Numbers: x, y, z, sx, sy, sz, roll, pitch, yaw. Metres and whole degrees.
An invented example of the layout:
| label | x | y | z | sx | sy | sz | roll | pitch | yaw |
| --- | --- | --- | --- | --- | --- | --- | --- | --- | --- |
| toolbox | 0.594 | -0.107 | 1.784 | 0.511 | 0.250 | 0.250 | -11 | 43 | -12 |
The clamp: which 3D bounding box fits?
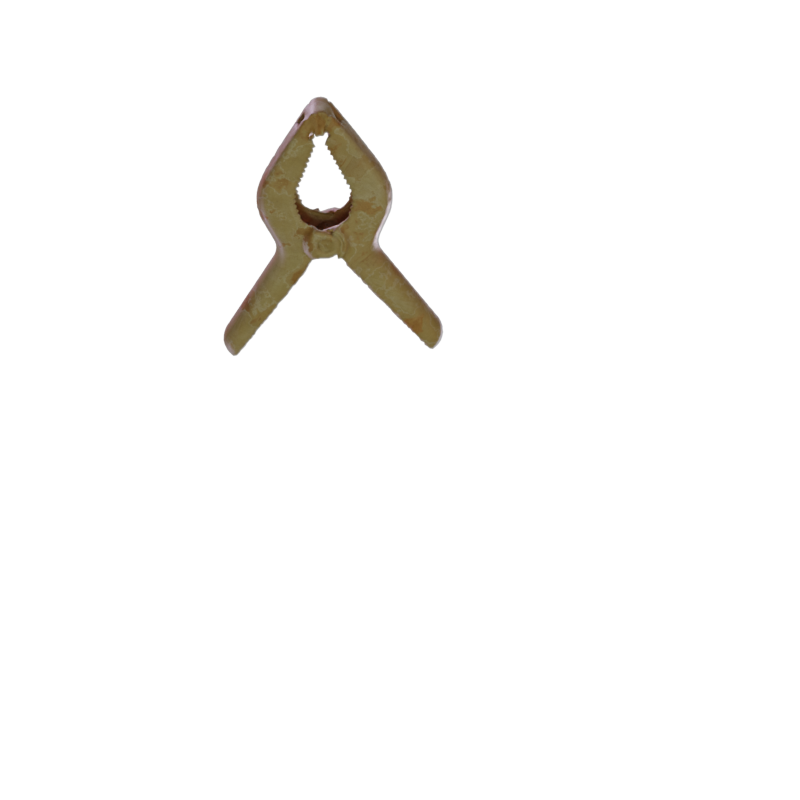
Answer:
| label | x | y | z | sx | sy | sz | roll | pitch | yaw |
| --- | --- | --- | --- | --- | --- | --- | --- | --- | --- |
| clamp | -0.062 | -0.114 | 0.795 | 0.165 | 0.196 | 0.039 | -8 | 33 | 5 |
